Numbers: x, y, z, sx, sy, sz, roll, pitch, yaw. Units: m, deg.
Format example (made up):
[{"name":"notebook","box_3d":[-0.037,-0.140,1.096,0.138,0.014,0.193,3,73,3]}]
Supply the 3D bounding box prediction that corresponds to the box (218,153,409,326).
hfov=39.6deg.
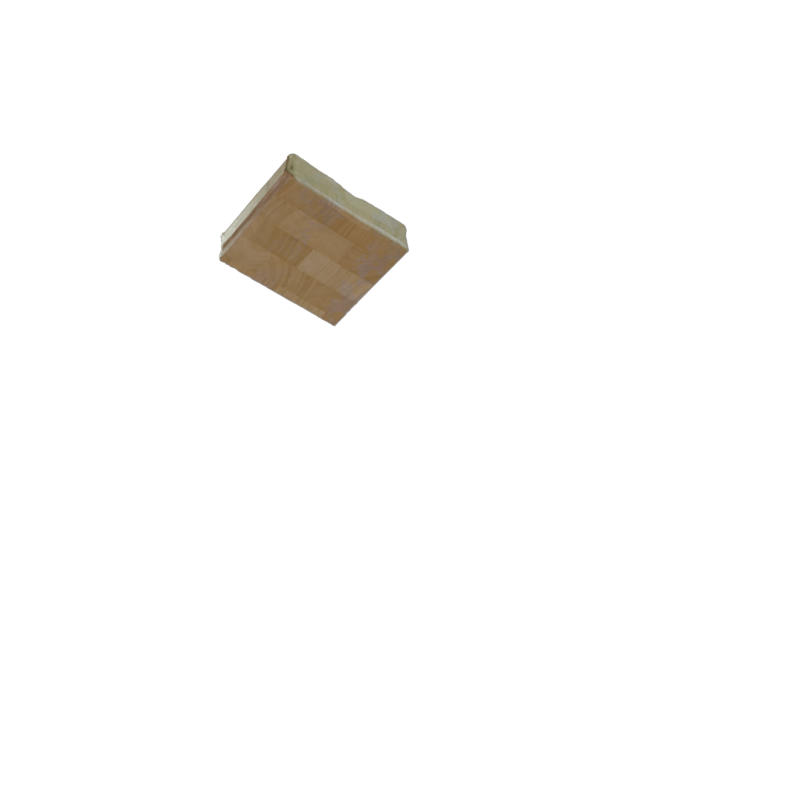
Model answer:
[{"name":"box","box_3d":[-0.052,-0.094,0.659,0.085,0.072,0.032,31,31,-22]}]
